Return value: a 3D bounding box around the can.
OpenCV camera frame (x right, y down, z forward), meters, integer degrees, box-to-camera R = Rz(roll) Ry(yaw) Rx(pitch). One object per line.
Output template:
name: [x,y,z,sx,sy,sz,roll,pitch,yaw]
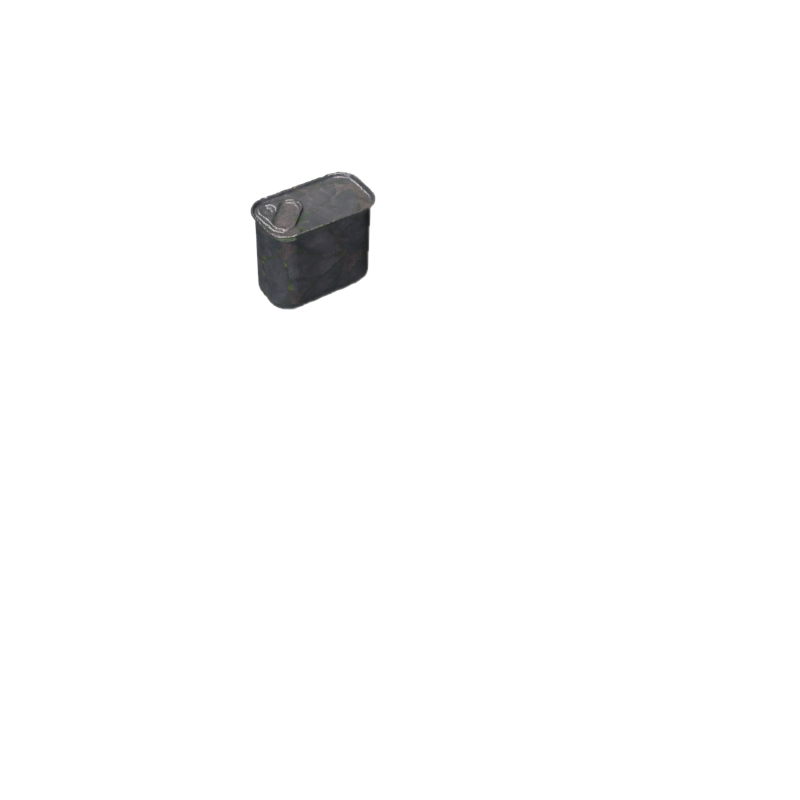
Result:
can: [-0.073,-0.134,0.938,0.101,0.078,0.062,-24,50,-24]
